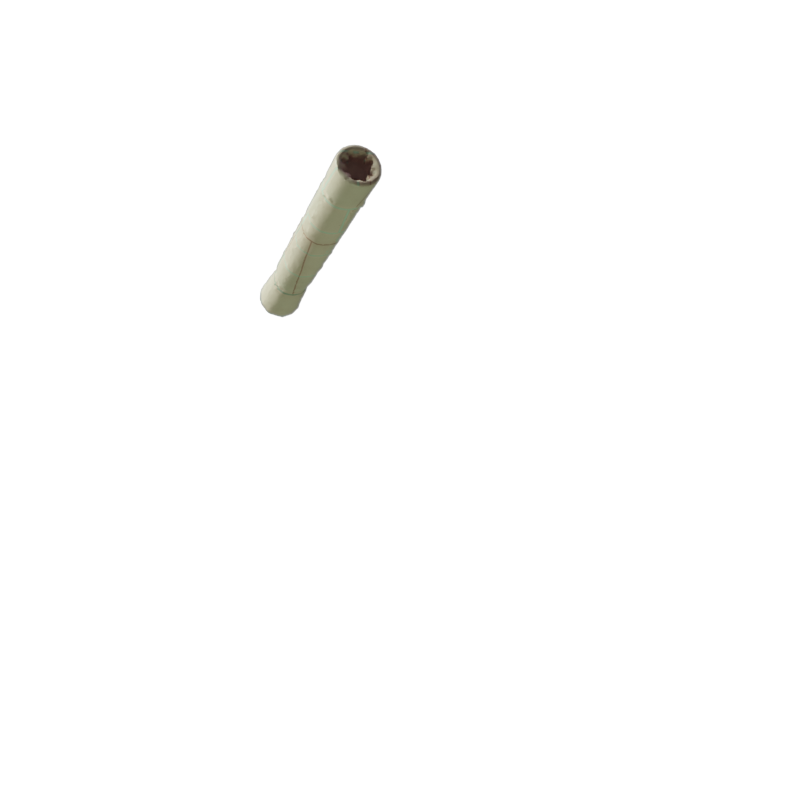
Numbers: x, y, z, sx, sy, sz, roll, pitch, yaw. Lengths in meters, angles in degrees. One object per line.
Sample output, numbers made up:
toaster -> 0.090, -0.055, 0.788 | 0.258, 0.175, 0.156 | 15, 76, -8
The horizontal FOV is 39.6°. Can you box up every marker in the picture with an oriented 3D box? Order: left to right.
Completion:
marker -> -0.036, -0.066, 0.461 | 0.019, 0.021, 0.117 | -1, -21, -22
